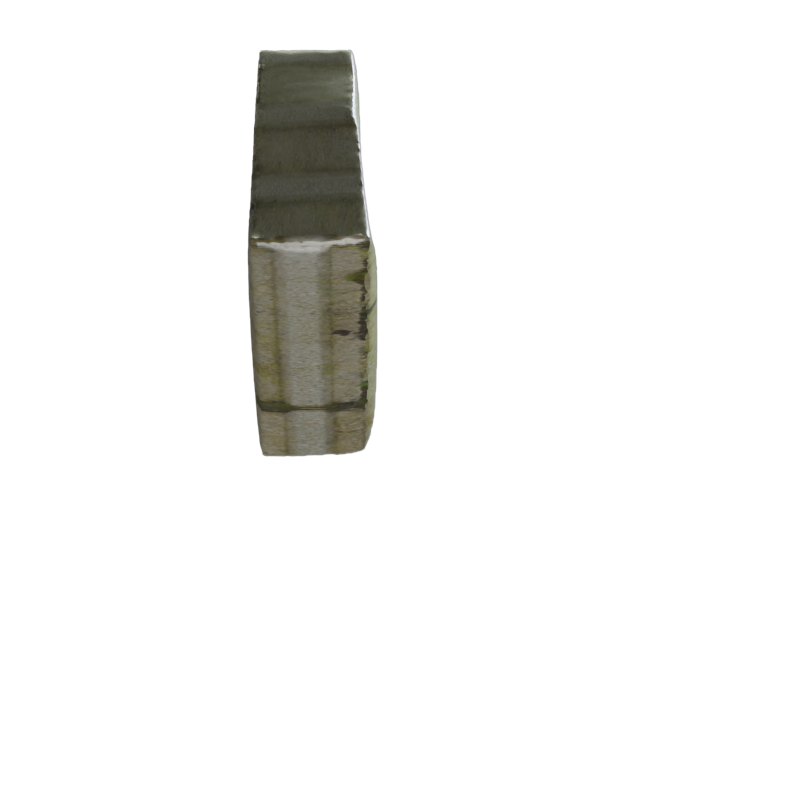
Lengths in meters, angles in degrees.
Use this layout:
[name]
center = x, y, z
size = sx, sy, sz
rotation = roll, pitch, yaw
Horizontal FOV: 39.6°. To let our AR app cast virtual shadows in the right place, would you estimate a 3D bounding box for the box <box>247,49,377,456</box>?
[box]
center = -0.054, -0.099, 0.692
size = 0.072, 0.153, 0.229
rotation = -1, 41, -3
